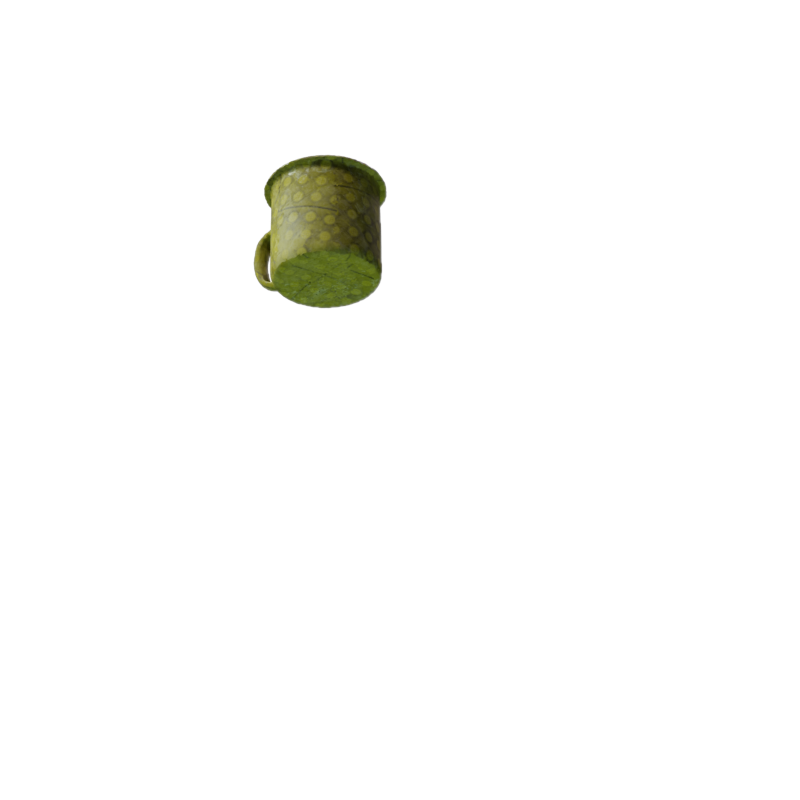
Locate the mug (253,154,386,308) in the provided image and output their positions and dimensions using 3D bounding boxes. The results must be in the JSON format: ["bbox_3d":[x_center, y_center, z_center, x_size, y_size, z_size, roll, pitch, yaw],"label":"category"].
[{"bbox_3d":[-0.065,-0.118,0.827,0.118,0.087,0.087,-21,-35,31],"label":"mug"}]
